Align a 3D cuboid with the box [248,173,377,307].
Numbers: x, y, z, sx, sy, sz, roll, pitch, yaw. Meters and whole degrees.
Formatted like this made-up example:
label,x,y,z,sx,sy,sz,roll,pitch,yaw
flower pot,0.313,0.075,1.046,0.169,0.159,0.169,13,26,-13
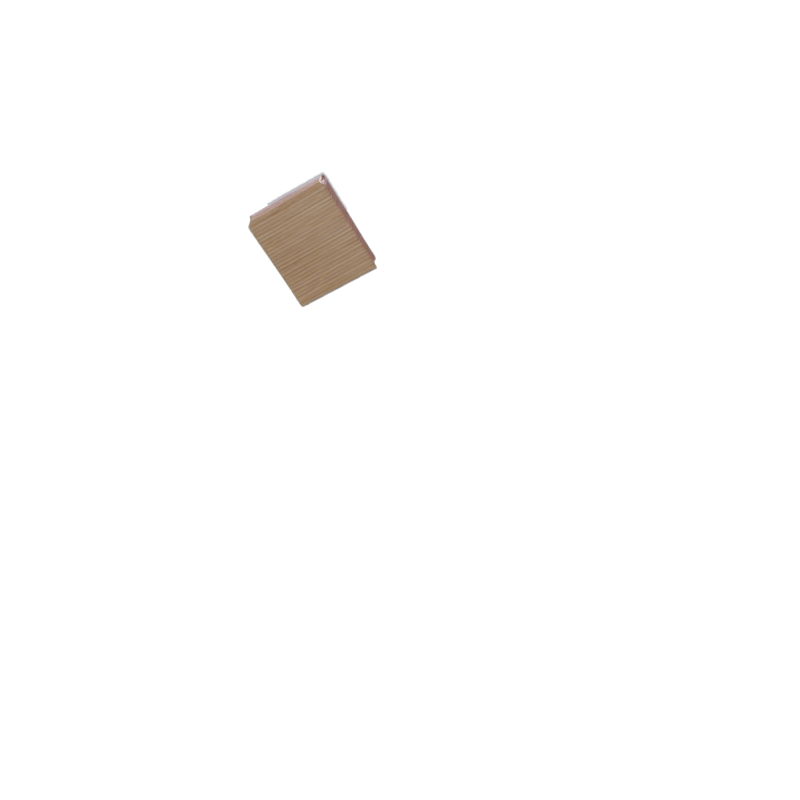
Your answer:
label,x,y,z,sx,sy,sz,roll,pitch,yaw
box,-0.072,-0.131,0.918,0.073,0.085,0.032,-28,22,12
